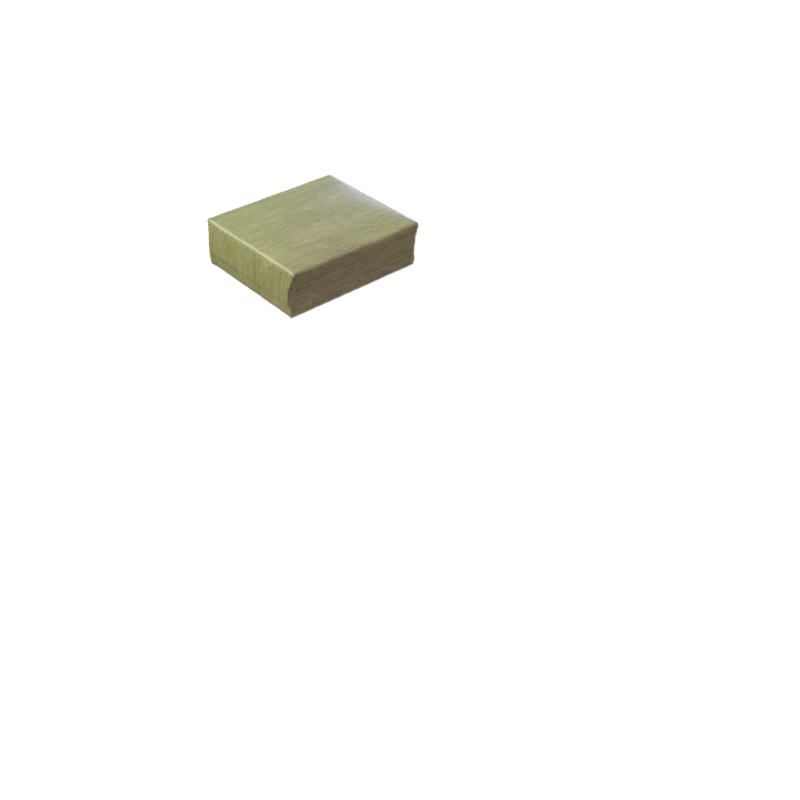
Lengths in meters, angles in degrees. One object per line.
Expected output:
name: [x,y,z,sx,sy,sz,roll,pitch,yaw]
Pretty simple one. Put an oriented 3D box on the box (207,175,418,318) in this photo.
box: [-0.058,-0.106,0.743,0.113,0.036,0.096,-29,45,-34]
